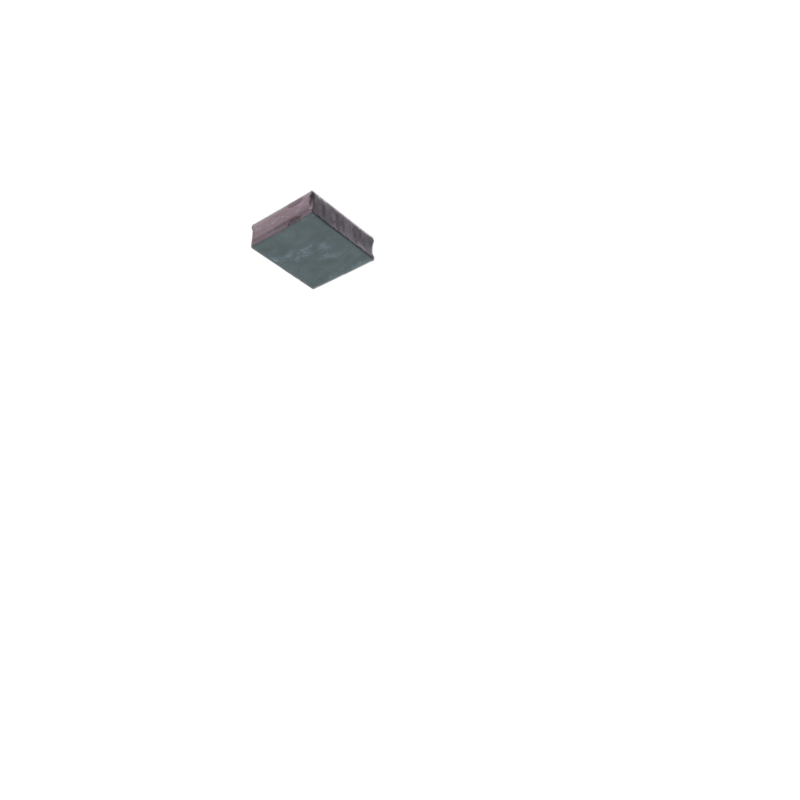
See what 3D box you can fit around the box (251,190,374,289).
[{"bbox_3d":[-0.078,-0.142,0.996,0.073,0.032,0.083,-25,-40,32],"label":"box"}]
